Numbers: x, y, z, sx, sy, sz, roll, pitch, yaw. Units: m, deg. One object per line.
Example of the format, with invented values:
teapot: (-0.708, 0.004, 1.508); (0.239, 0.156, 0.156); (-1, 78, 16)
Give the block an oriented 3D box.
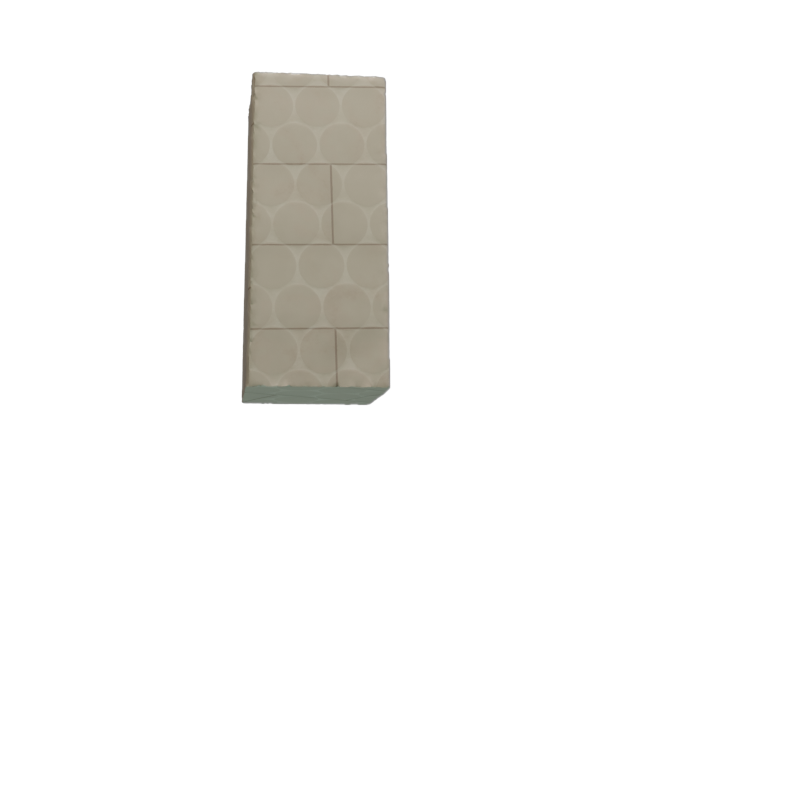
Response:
block: (-0.058, -0.106, 0.741); (0.090, 0.213, 0.088); (1, -14, -8)
